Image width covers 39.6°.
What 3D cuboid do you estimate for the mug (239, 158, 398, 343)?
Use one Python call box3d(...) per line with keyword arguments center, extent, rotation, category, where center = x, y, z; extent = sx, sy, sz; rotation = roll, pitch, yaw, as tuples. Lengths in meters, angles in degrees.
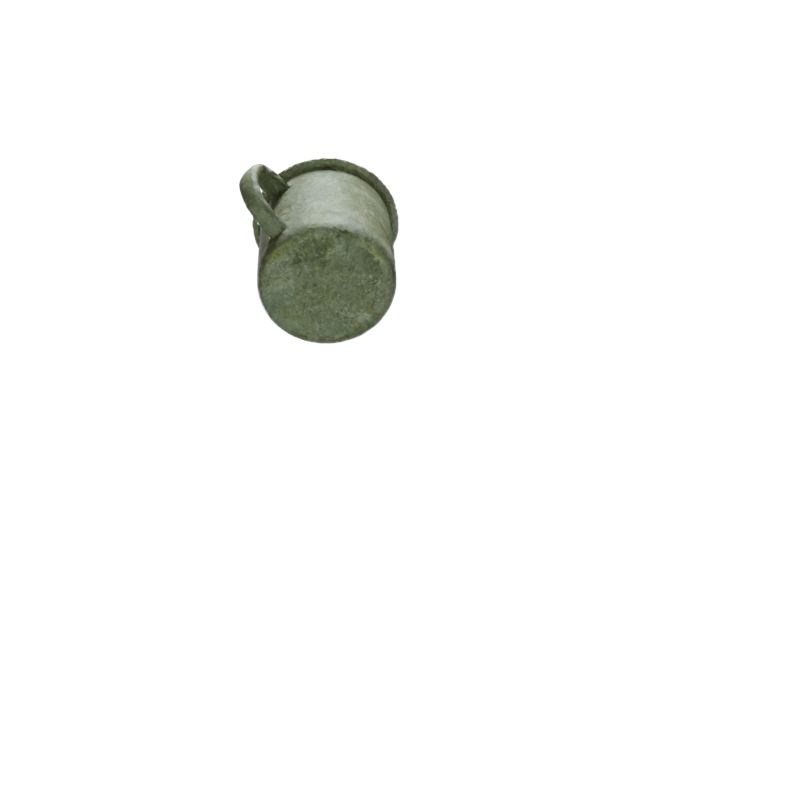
box3d(center=(-0.052, -0.095, 0.669), extent=(0.093, 0.111, 0.087), rotation=(-35, 27, 19), category="mug")
